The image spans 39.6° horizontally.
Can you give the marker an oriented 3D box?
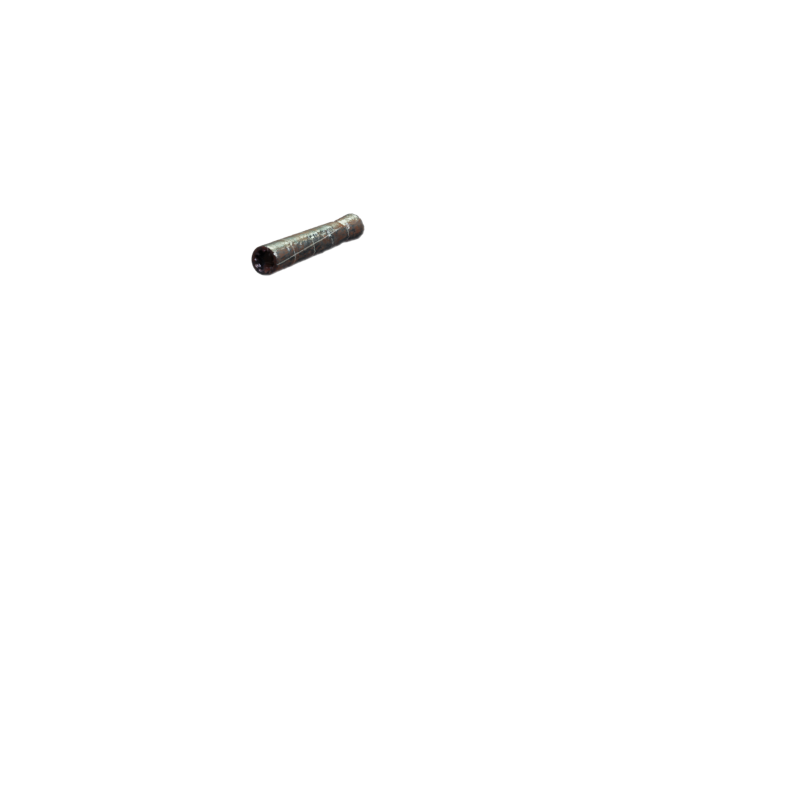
[{"bbox_3d":[-0.056,-0.102,0.716,0.020,0.019,0.121,2,19,26],"label":"marker"}]
